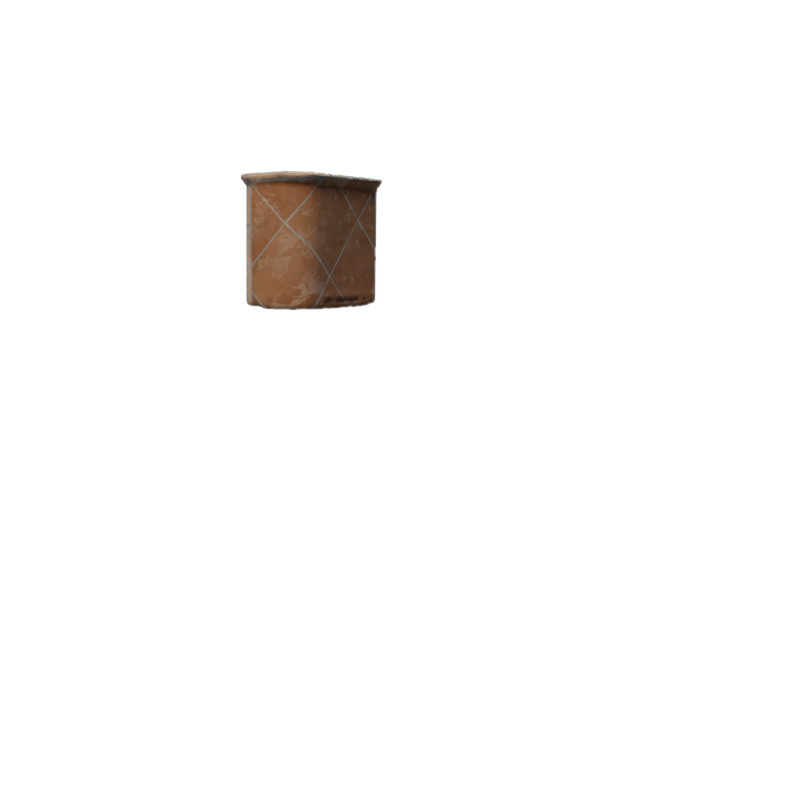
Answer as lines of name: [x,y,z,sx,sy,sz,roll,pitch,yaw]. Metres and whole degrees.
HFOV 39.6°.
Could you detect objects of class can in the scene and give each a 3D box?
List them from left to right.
can: [-0.056,-0.102,0.714,0.060,0.084,0.099,1,4,32]
